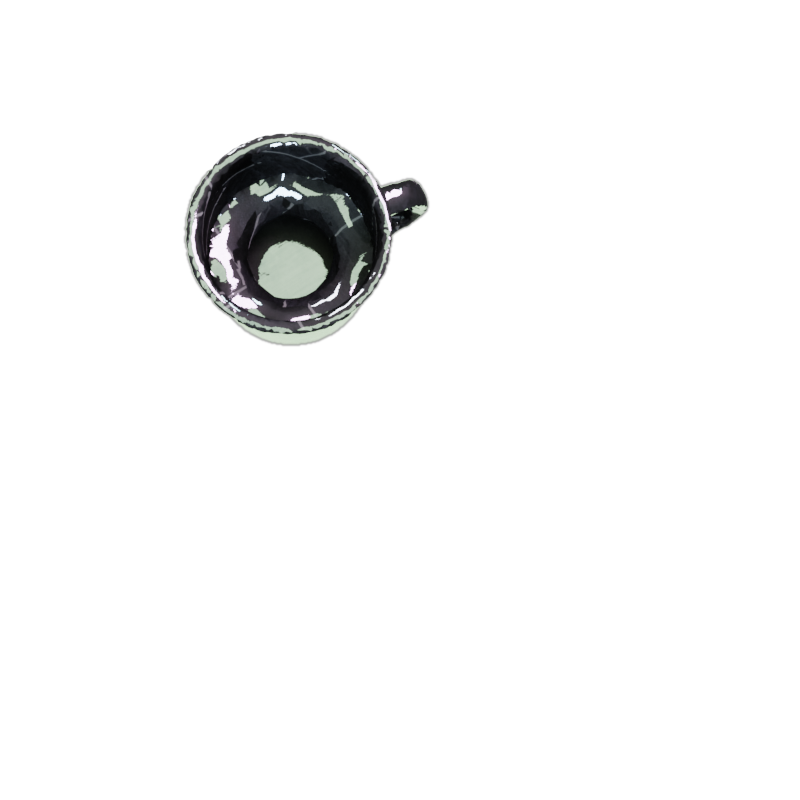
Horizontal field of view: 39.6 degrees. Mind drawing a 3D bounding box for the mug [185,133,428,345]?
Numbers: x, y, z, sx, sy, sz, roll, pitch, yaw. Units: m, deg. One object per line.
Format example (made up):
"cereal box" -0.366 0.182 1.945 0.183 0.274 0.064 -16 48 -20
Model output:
"mug" -0.042 -0.076 0.536 0.117 0.096 0.079 -25 -9 -6
